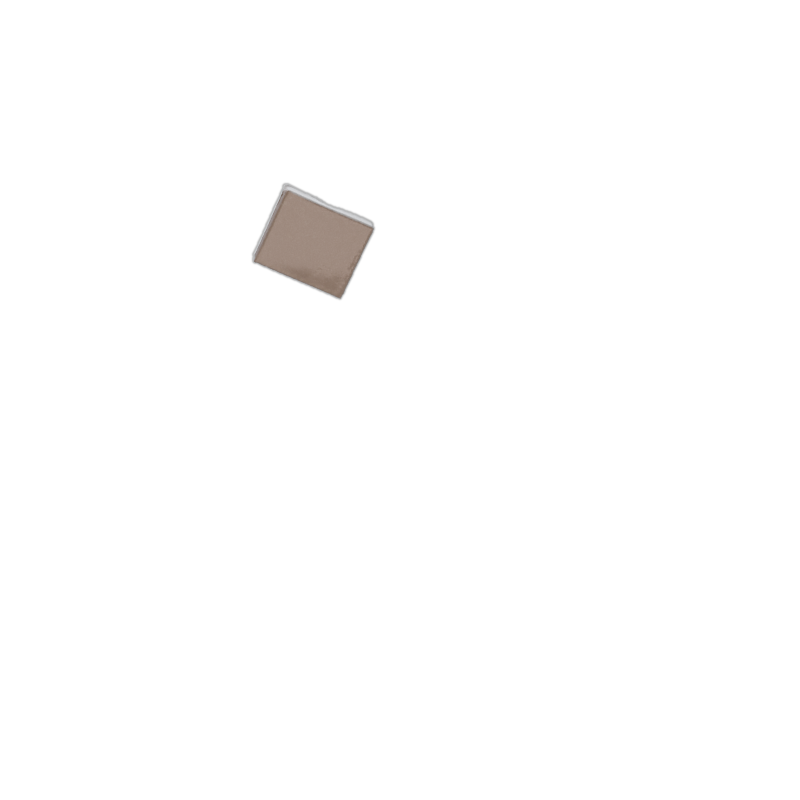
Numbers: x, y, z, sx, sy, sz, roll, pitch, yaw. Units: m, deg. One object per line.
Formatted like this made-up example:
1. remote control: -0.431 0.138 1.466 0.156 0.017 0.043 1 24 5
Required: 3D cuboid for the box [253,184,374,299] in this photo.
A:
1. box: -0.078 -0.142 0.995 0.088 0.072 0.031 24 13 -6
